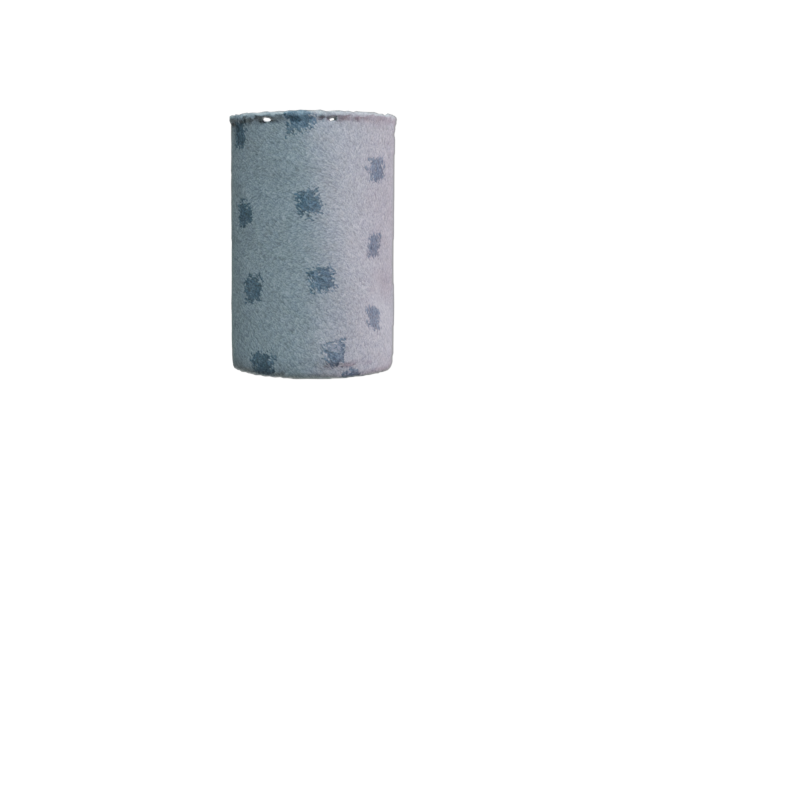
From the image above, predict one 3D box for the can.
[{"bbox_3d":[-0.035,-0.064,0.451,0.068,0.101,0.069,0,5,-2],"label":"can"}]
